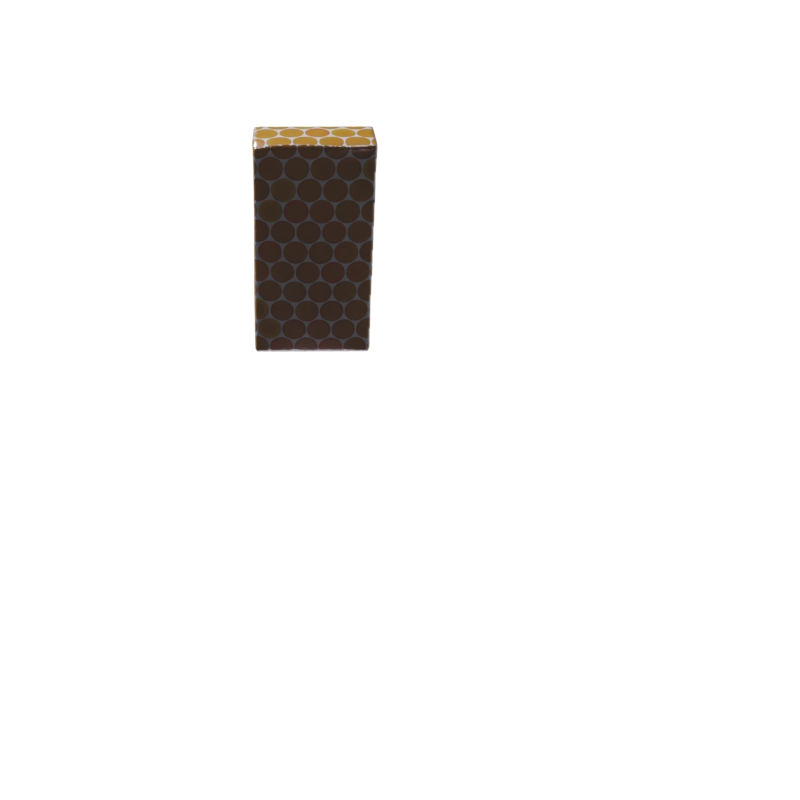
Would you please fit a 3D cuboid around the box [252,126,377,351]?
[{"bbox_3d":[-0.067,-0.122,0.853,0.093,0.166,0.051,0,31,-4],"label":"box"}]
